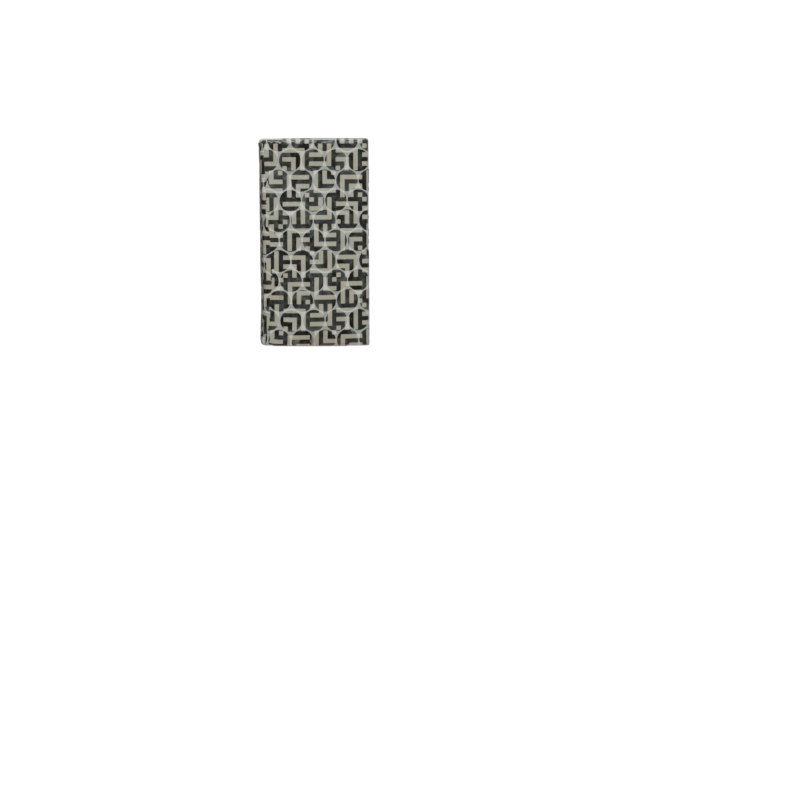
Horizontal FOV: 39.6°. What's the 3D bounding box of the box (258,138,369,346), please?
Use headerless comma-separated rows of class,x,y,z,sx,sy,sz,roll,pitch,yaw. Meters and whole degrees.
box,-0.074,-0.135,0.947,0.092,0.175,0.049,0,2,-7
